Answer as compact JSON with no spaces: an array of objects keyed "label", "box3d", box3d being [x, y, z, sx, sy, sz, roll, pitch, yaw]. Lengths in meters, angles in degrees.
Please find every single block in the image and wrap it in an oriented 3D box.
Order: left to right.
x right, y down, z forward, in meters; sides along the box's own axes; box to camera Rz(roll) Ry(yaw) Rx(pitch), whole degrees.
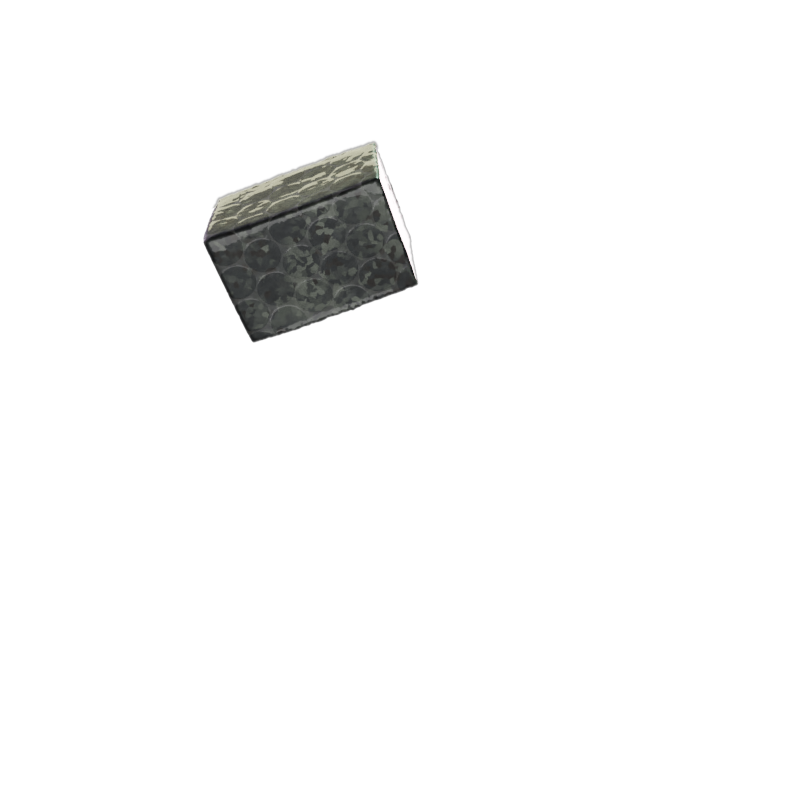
[{"label":"block","box3d":[-0.037,-0.068,0.479,0.078,0.050,0.054,-18,25,7]}]
